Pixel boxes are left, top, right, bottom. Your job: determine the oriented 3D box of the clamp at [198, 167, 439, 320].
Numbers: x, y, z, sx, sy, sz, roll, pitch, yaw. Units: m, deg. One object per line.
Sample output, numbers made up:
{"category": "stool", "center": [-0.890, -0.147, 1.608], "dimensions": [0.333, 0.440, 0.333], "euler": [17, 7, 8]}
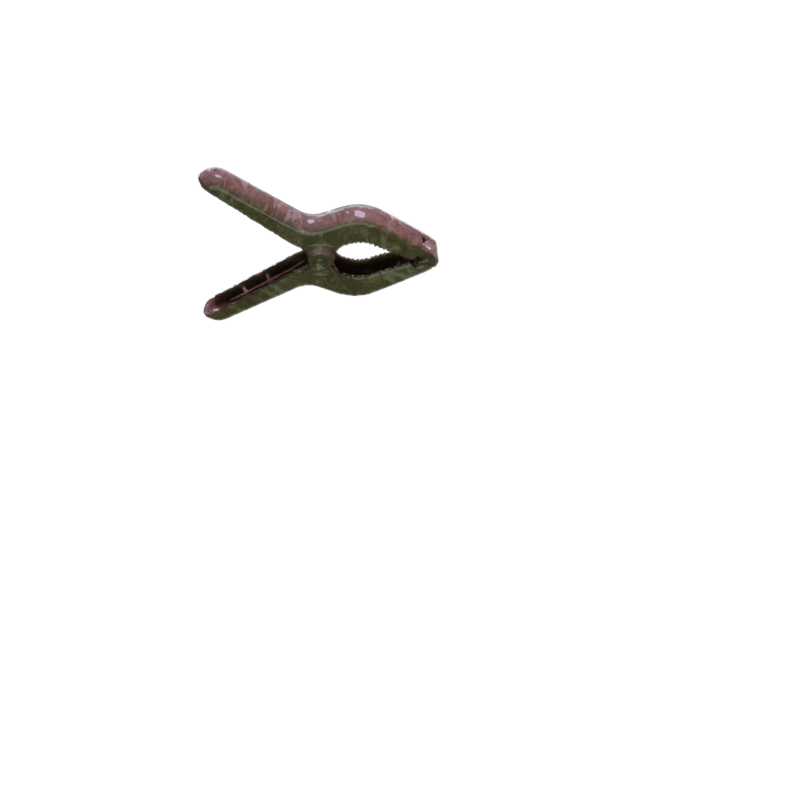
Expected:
{"category": "clamp", "center": [-0.074, -0.134, 0.940], "dimensions": [0.211, 0.039, 0.153], "euler": [-3, -43, 3]}
